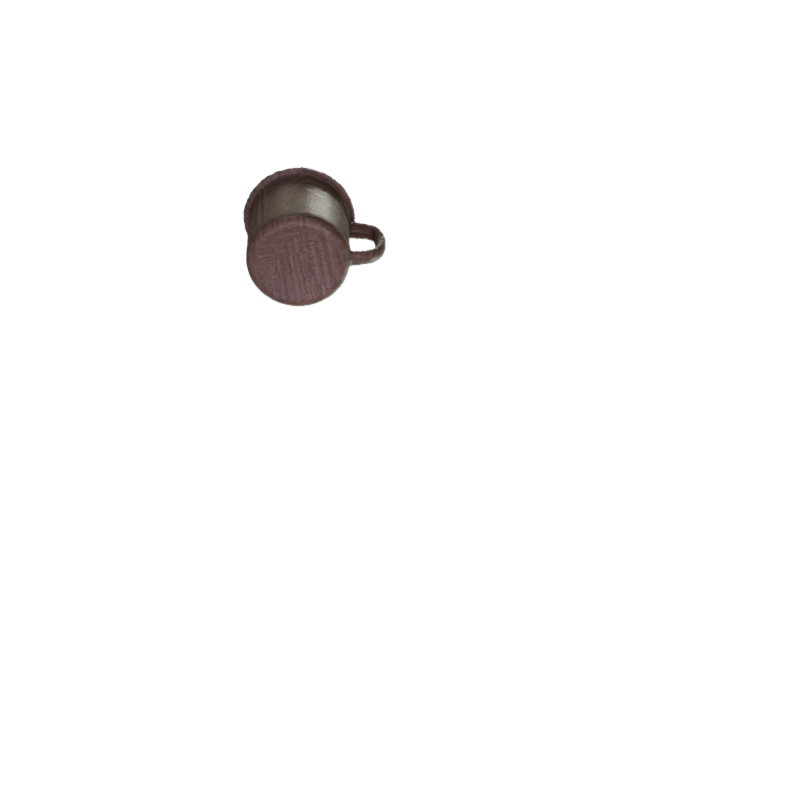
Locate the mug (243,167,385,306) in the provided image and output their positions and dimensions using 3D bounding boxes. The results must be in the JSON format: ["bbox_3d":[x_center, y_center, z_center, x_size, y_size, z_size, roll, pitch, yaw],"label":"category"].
[{"bbox_3d":[-0.070,-0.127,0.893,0.116,0.088,0.087,6,31,-5],"label":"mug"}]
